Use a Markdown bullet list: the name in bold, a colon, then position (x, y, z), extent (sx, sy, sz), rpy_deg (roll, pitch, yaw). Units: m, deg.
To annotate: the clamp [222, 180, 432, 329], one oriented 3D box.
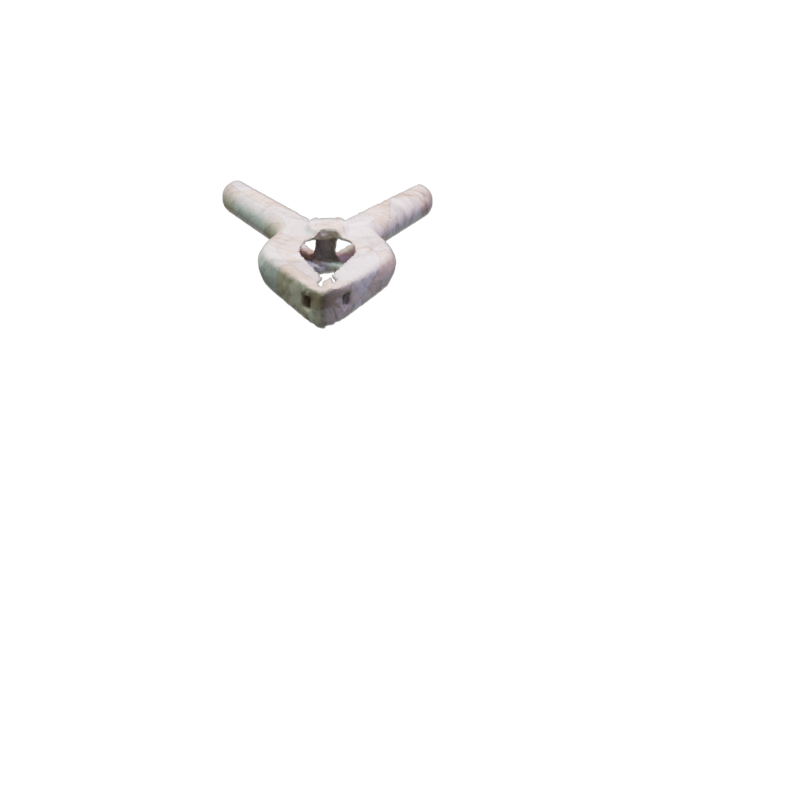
- **clamp**: position (-0.063, -0.114, 0.799), extent (0.166, 0.034, 0.221), rpy_deg (3, 30, 4)
